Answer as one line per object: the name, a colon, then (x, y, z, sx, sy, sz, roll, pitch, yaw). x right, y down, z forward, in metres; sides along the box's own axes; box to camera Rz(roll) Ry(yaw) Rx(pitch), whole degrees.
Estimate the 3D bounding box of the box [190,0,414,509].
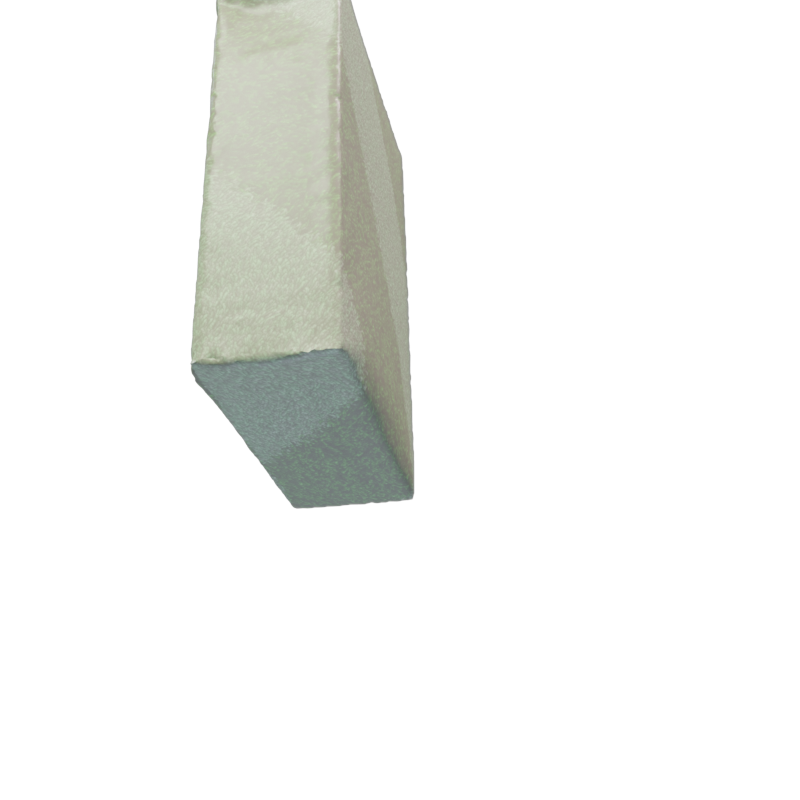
box: (-0.042, -0.077, 0.541, 0.072, 0.228, 0.152, -8, -30, 9)
